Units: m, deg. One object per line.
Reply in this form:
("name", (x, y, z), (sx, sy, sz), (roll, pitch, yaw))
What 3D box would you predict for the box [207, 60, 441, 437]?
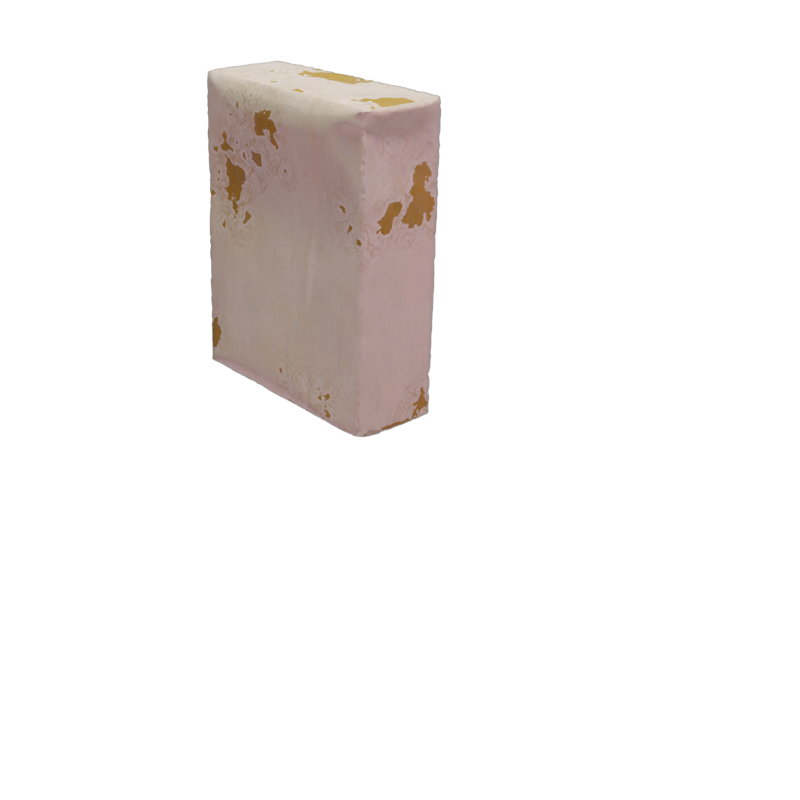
("box", (-0.057, -0.104, 0.731), (0.070, 0.204, 0.175), (-16, 27, -38))
